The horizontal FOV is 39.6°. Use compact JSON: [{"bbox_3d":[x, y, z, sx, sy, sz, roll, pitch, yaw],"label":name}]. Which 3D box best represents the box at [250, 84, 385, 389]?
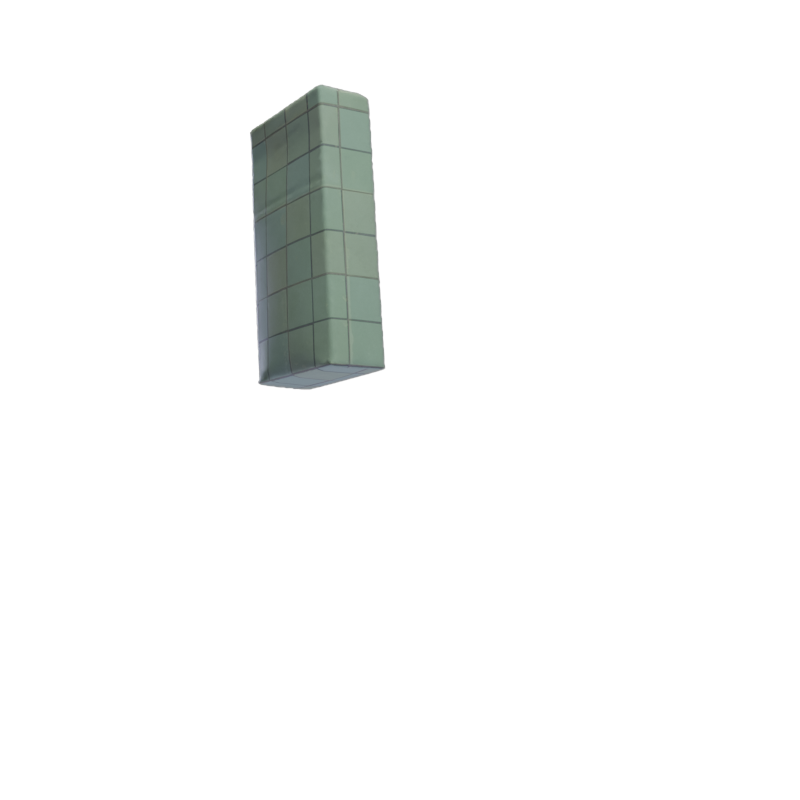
[{"bbox_3d":[-0.055,-0.100,0.704,0.046,0.183,0.094,9,-17,-34],"label":"box"}]
